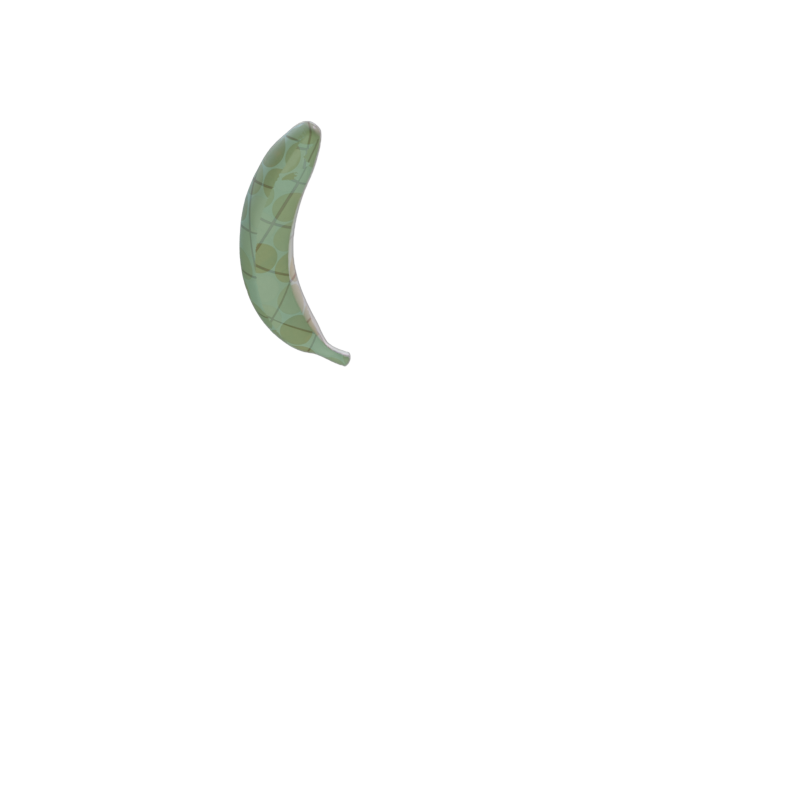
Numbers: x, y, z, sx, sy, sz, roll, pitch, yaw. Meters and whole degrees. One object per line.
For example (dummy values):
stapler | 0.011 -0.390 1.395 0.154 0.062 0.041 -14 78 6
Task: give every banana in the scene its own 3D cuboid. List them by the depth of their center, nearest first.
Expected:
banana | -0.078 -0.105 0.769 0.070 0.184 0.039 -5 37 3
